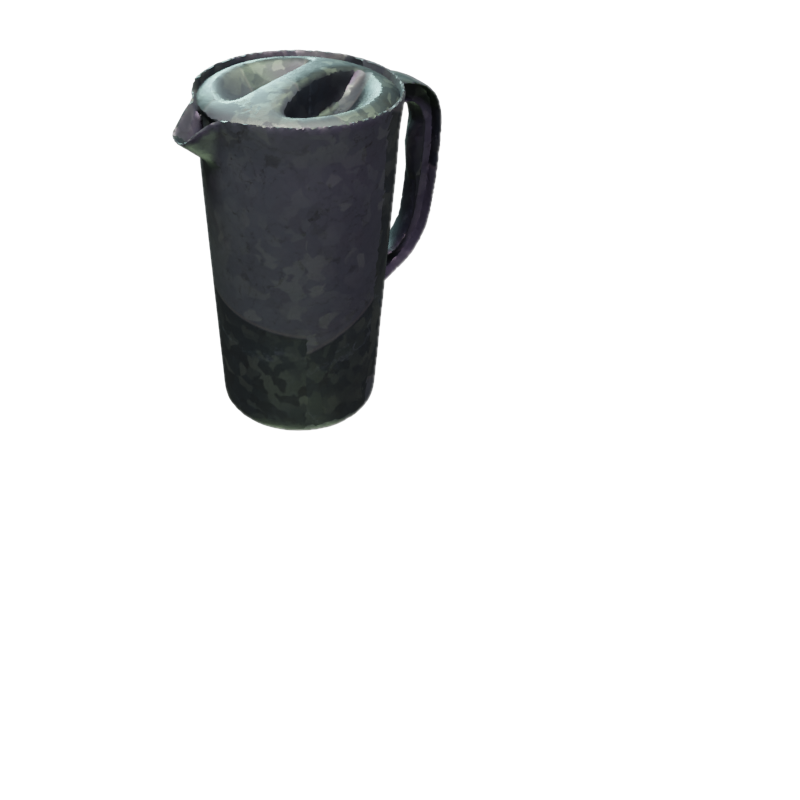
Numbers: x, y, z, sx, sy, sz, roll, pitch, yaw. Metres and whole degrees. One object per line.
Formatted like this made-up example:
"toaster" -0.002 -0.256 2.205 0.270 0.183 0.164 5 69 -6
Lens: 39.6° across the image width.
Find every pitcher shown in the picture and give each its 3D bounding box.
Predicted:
"pitcher" -0.059 -0.107 0.749 0.152 0.228 0.152 8 34 9
